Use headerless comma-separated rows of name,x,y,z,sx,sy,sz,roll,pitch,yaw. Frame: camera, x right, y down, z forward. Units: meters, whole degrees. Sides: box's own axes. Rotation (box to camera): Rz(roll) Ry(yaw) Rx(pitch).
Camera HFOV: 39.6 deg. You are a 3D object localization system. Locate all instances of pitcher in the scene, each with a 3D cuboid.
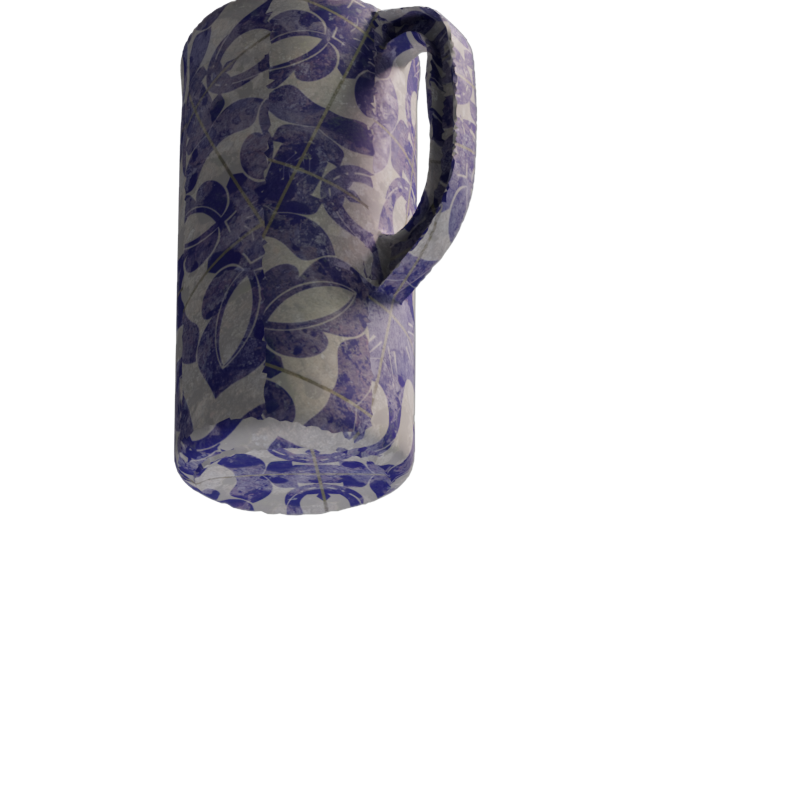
pitcher,-0.043,-0.078,0.548,0.144,0.259,0.141,2,-29,-7
